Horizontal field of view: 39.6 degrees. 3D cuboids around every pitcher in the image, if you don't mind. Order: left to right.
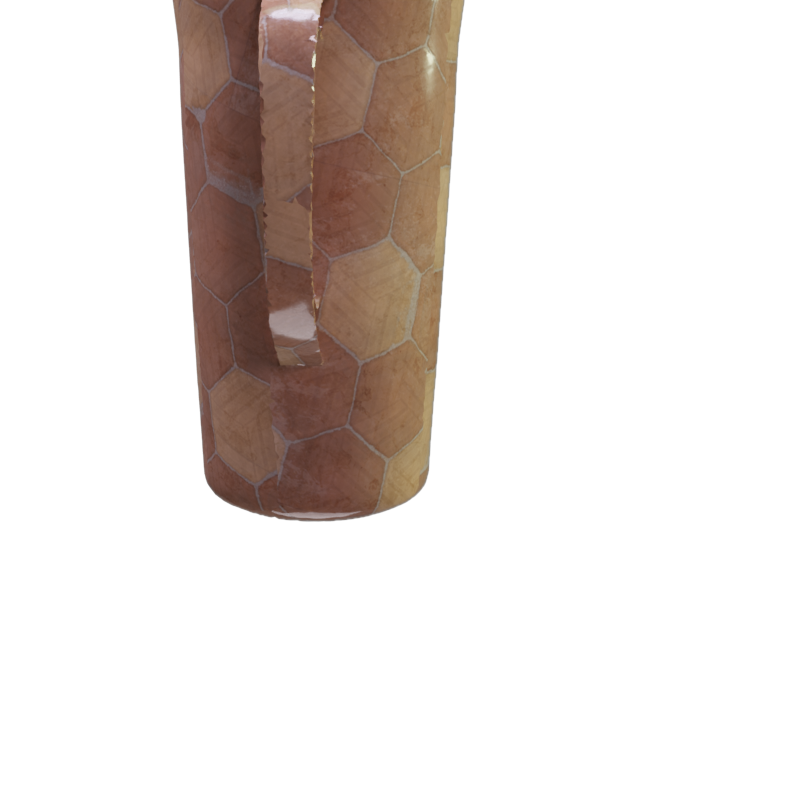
[{"bbox_3d":[-0.040,-0.073,0.509,0.145,0.239,0.152,-7,12,-42],"label":"pitcher"}]
